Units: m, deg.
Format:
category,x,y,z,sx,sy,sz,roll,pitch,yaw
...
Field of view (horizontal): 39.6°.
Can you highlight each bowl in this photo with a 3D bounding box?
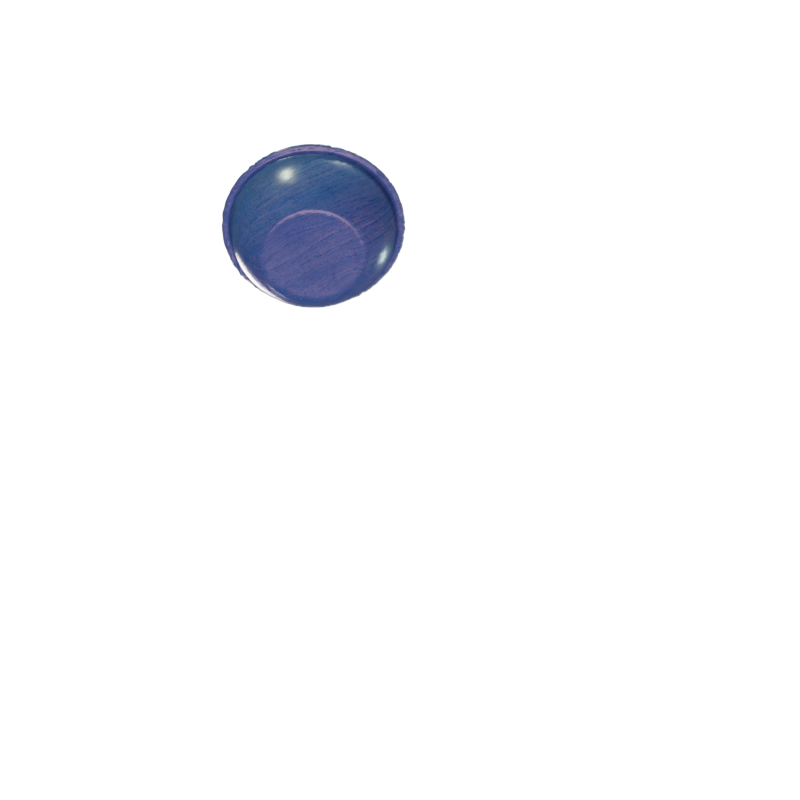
category,x,y,z,sx,sy,sz,roll,pitch,yaw
bowl,-0.075,-0.136,0.956,0.162,0.152,0.059,1,31,-1
